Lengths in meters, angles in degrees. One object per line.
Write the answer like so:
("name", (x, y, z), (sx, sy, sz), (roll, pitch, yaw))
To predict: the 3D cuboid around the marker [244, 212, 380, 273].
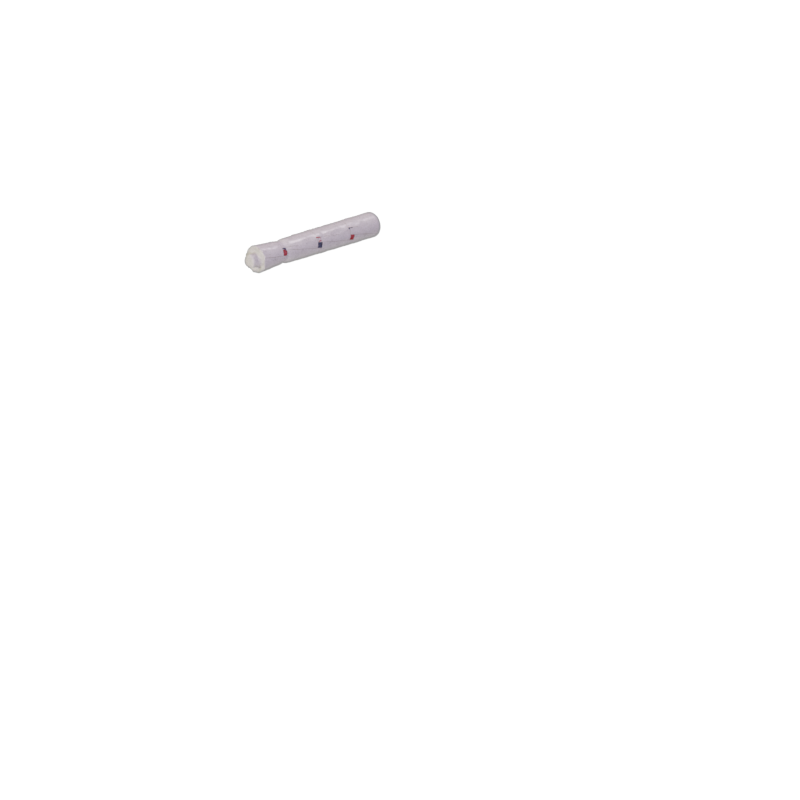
("marker", (-0.060, -0.109, 0.766), (0.021, 0.019, 0.120), (4, 21, 43))
